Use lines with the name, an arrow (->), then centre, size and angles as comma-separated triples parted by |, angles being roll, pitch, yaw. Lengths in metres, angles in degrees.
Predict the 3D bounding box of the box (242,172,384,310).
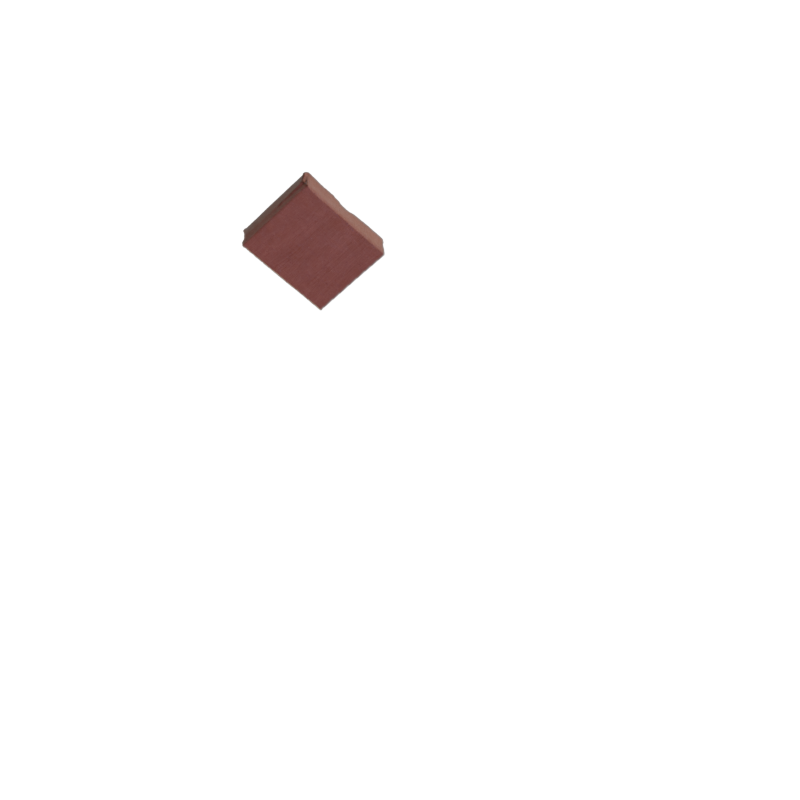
box -> -0.068, -0.125, 0.874 | 0.085, 0.072, 0.032 | 41, 22, -21
